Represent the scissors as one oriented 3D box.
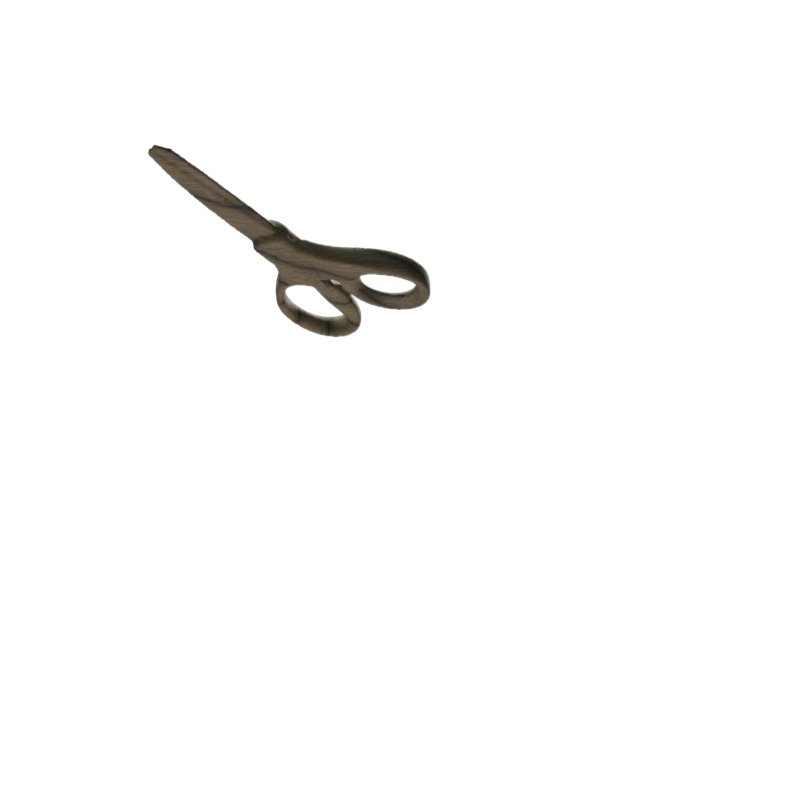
[{"bbox_3d":[-0.045,-0.081,0.570,0.097,0.017,0.188,-6,-24,13],"label":"scissors"}]
